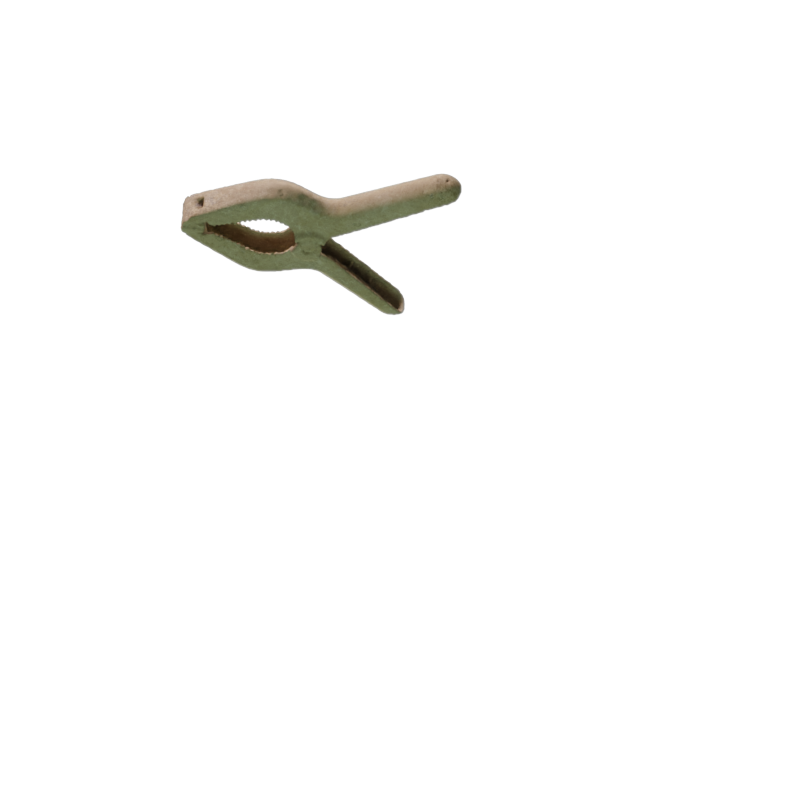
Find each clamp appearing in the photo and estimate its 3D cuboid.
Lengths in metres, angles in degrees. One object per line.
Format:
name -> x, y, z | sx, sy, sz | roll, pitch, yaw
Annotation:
clamp -> -0.069, -0.127, 0.887 | 0.208, 0.039, 0.155 | 4, -36, -6
